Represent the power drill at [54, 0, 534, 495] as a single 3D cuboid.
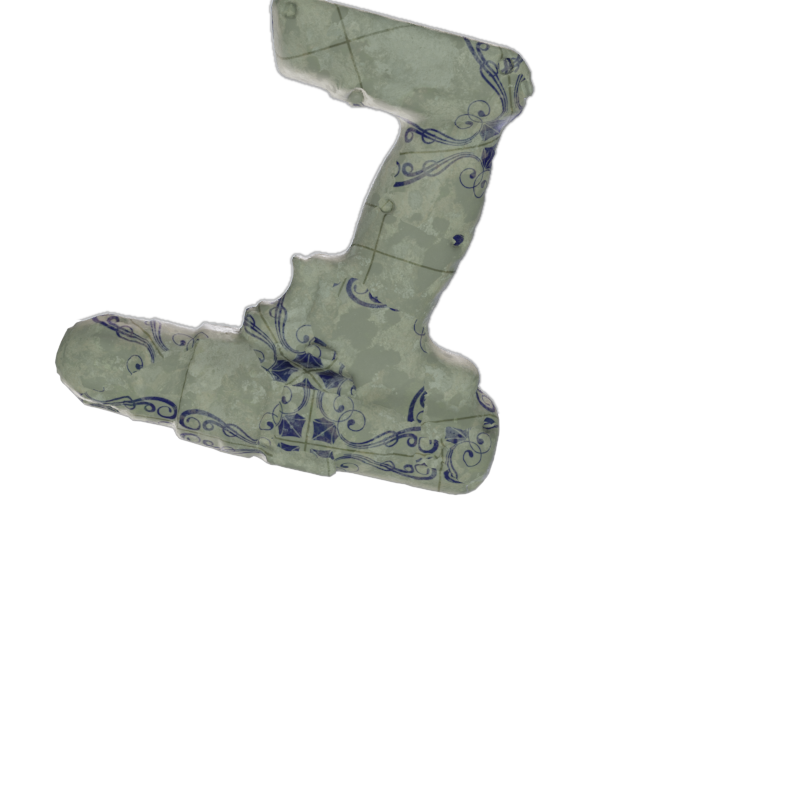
[{"bbox_3d":[-0.035,-0.064,0.449,0.183,0.184,0.059,13,11,-3],"label":"power drill"}]
